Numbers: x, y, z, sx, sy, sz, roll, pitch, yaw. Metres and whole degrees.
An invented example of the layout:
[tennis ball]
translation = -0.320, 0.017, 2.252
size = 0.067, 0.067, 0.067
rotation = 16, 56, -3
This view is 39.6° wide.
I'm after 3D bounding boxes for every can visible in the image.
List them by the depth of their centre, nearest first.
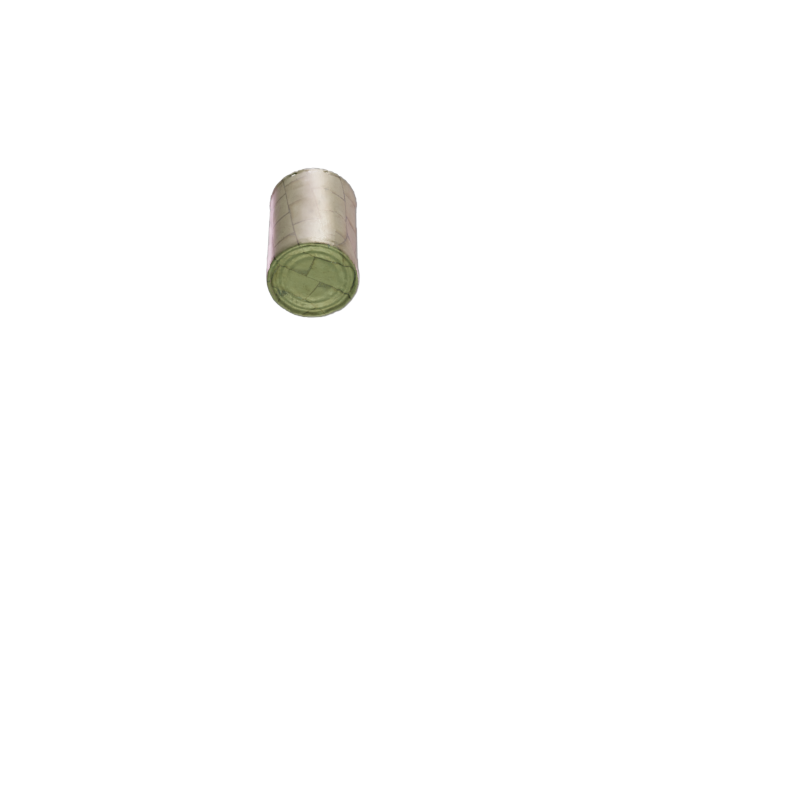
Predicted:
[can]
translation = -0.064, -0.117, 0.817
size = 0.068, 0.064, 0.109
rotation = -1, 38, -3
